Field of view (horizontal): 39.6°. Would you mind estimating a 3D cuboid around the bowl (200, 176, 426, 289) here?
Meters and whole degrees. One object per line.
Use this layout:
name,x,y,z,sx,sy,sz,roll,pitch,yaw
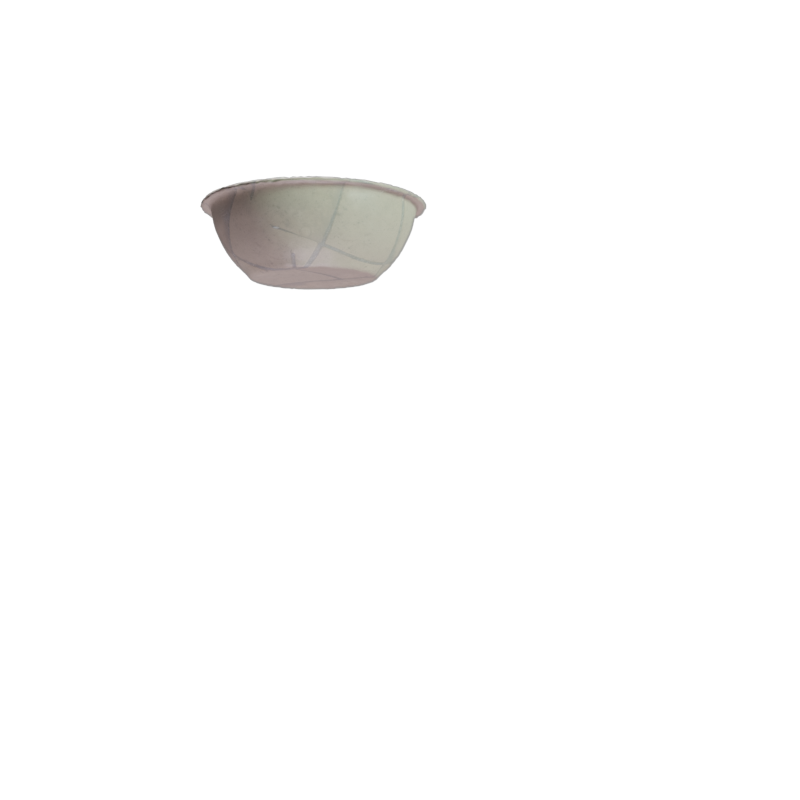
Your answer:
bowl,-0.062,-0.113,0.793,0.162,0.056,0.159,0,-5,-2
